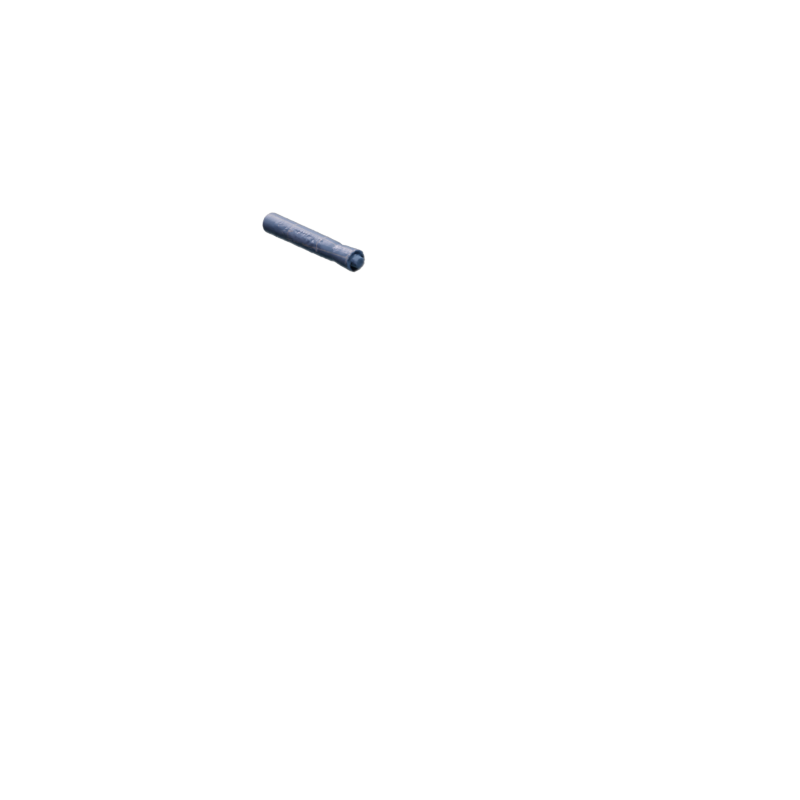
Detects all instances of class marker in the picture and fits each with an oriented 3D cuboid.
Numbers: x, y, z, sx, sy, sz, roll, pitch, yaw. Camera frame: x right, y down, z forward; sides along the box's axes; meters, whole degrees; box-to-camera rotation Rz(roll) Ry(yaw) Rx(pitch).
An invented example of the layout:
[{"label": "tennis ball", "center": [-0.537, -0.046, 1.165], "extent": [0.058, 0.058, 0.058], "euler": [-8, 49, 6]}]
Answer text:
[{"label": "marker", "center": [-0.072, -0.131, 0.917], "extent": [0.019, 0.019, 0.129], "euler": [-3, 23, -41]}]
